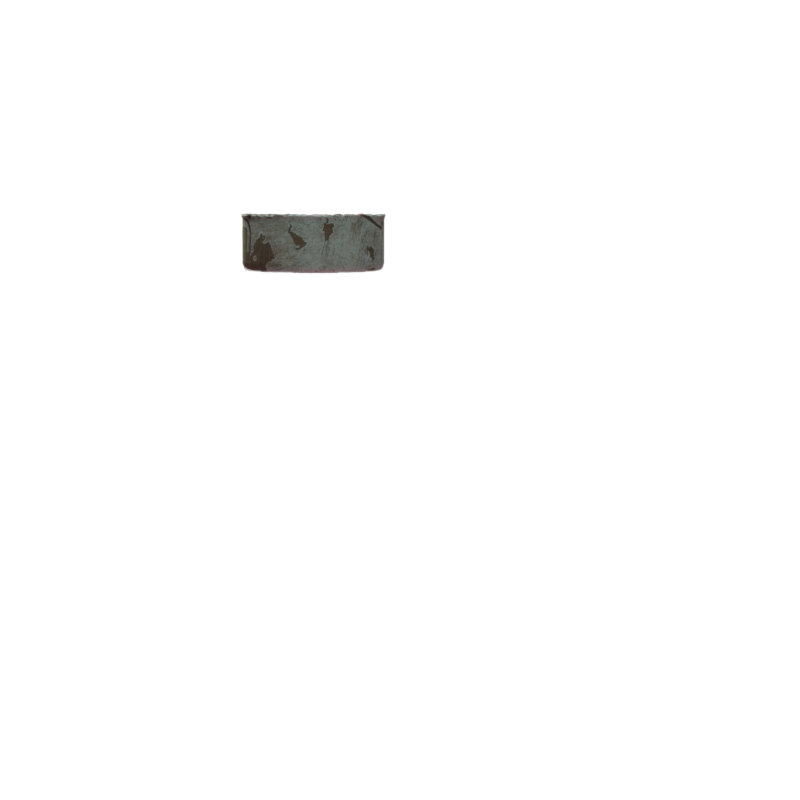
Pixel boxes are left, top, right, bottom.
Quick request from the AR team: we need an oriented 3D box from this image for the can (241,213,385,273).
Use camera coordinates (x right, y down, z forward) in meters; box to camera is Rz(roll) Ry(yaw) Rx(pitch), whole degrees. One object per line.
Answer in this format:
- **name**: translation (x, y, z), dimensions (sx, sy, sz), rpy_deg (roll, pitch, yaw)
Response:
- **can**: translation (-0.052, -0.094, 0.659), dimensions (0.086, 0.033, 0.087), rpy_deg (0, 9, -2)
